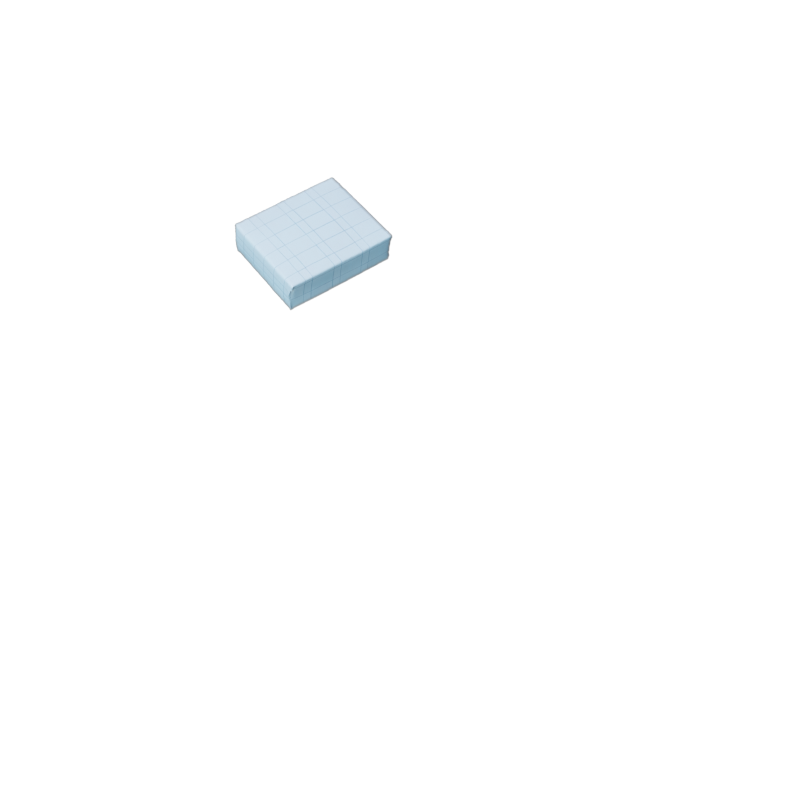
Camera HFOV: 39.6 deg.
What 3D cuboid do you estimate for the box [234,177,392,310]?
[{"bbox_3d":[-0.078,-0.142,0.996,0.114,0.096,0.036,-31,-32,-23],"label":"box"}]
